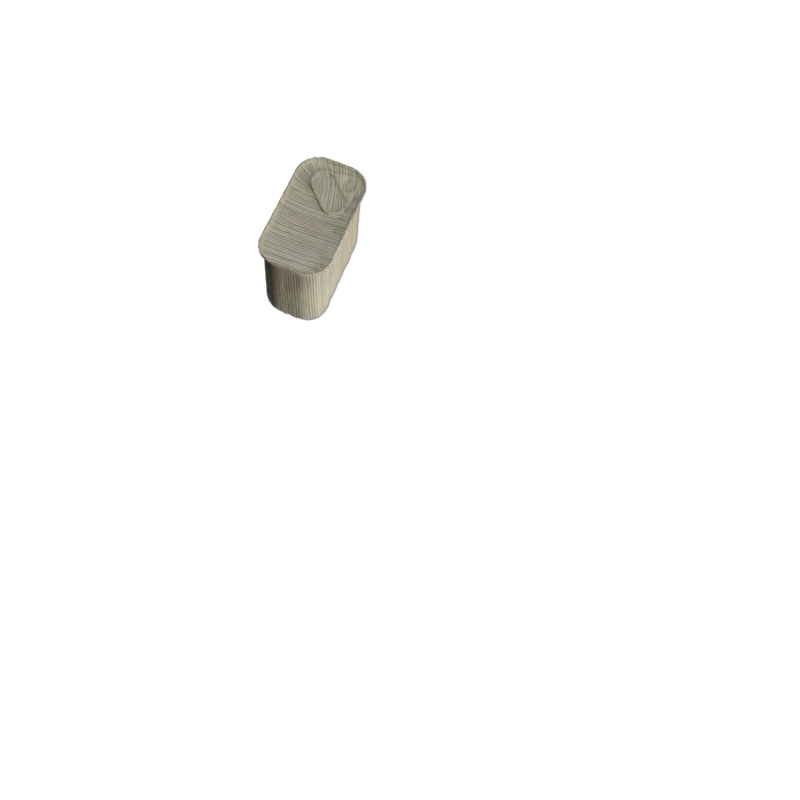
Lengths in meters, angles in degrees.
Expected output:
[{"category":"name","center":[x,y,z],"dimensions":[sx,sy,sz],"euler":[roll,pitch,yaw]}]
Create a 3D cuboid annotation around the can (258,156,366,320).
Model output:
[{"category":"can","center":[-0.068,-0.123,0.862],"dimensions":[0.059,0.106,0.079],"euler":[20,-25,6]}]
